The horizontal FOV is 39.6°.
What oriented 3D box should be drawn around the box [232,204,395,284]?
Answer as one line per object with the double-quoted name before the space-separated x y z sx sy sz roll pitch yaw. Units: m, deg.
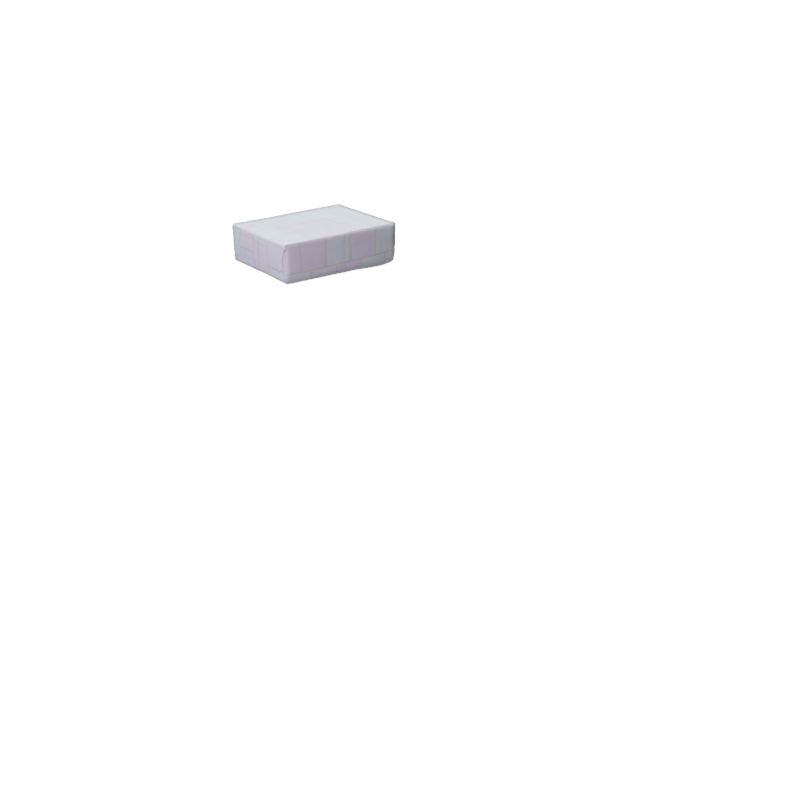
"box" -0.074 -0.135 0.949 0.111 0.037 0.096 -14 26 -31
